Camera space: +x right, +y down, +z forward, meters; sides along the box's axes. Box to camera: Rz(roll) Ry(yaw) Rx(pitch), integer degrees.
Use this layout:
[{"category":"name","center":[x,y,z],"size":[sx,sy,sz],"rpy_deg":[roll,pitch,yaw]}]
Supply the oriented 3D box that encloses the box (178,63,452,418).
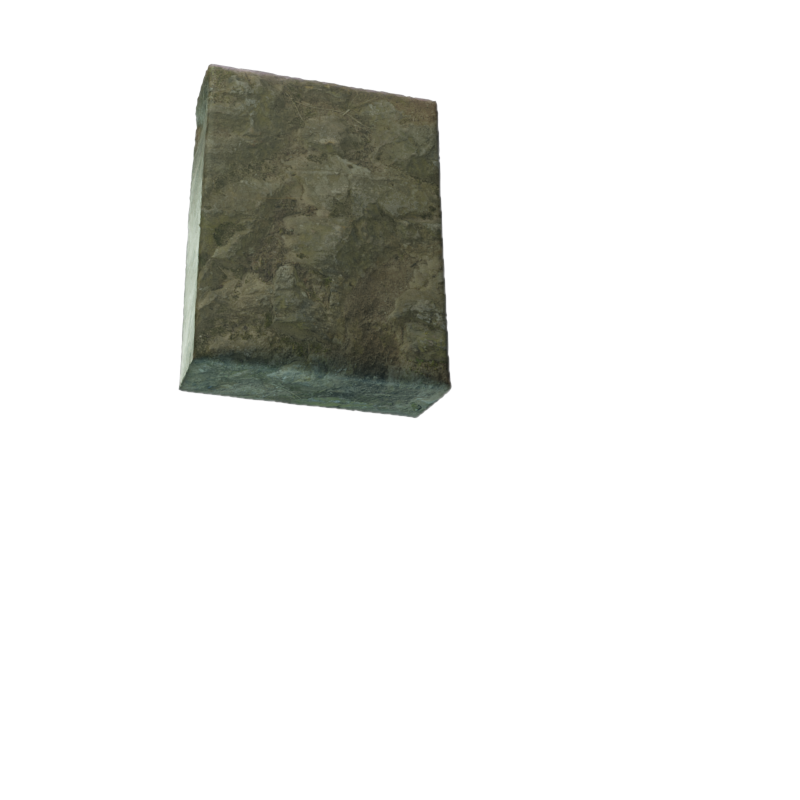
[{"category":"box","center":[-0.057,-0.105,0.733],"size":[0.160,0.226,0.069],"rpy_deg":[6,-26,-15]}]
